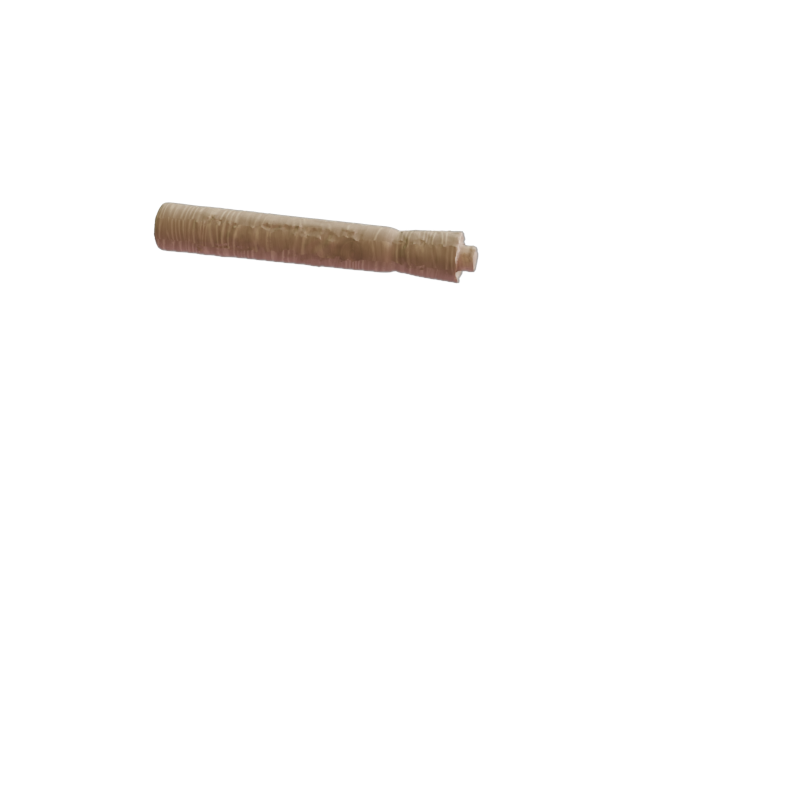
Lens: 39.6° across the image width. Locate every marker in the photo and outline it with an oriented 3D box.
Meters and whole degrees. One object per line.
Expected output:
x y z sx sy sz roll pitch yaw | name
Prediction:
-0.032 -0.059 0.410 0.124 0.020 0.019 8 6 16 | marker
